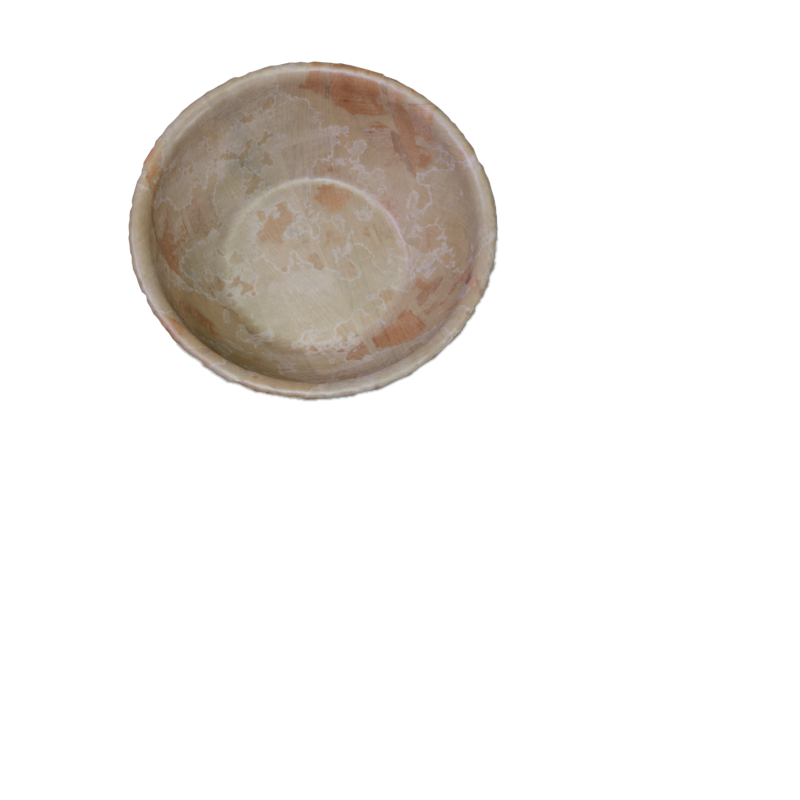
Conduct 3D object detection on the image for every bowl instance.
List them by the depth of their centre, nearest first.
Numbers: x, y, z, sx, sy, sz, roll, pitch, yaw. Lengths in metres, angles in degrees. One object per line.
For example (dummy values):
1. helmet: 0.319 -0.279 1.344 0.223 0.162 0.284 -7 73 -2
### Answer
1. bowl: -0.040 -0.073 0.509 0.162 0.170 0.052 -1 -21 -1
